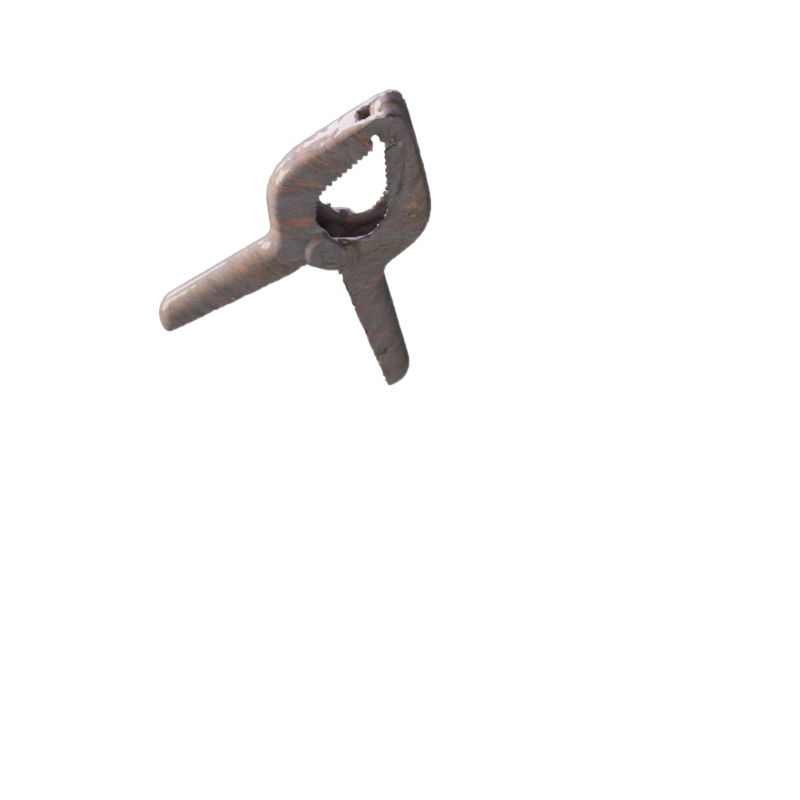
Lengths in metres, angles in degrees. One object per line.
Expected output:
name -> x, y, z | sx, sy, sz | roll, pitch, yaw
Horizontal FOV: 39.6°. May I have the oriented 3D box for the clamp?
clamp -> -0.051, -0.093, 0.652 | 0.162, 0.039, 0.199 | 10, -46, -10
